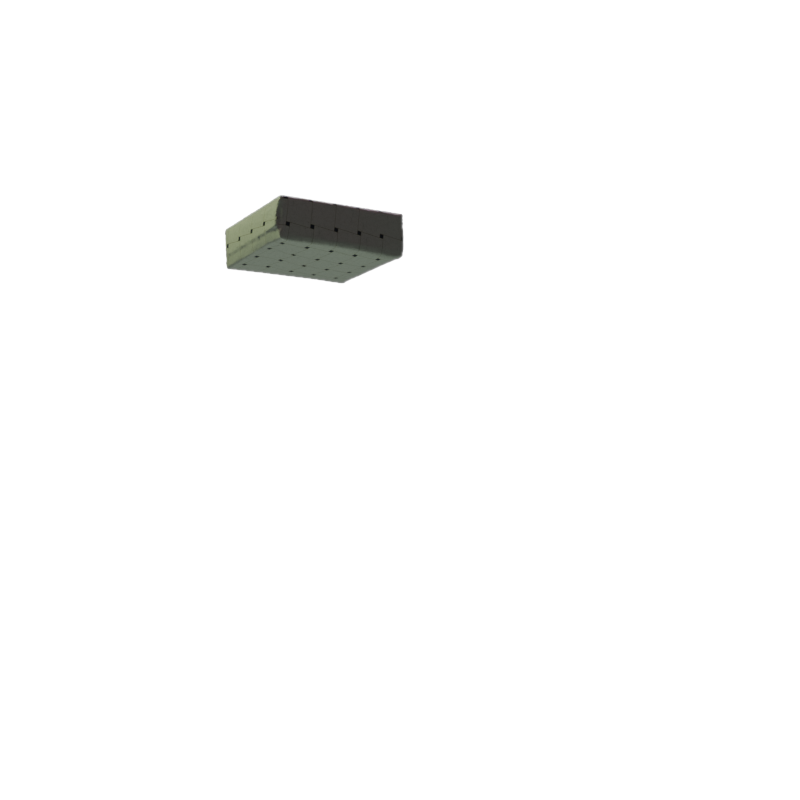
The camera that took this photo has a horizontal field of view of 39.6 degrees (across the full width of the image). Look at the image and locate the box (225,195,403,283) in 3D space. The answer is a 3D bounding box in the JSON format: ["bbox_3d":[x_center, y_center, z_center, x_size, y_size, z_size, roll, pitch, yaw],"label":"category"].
[{"bbox_3d":[-0.067,-0.123,0.861,0.109,0.040,0.091,6,-13,-32],"label":"box"}]
